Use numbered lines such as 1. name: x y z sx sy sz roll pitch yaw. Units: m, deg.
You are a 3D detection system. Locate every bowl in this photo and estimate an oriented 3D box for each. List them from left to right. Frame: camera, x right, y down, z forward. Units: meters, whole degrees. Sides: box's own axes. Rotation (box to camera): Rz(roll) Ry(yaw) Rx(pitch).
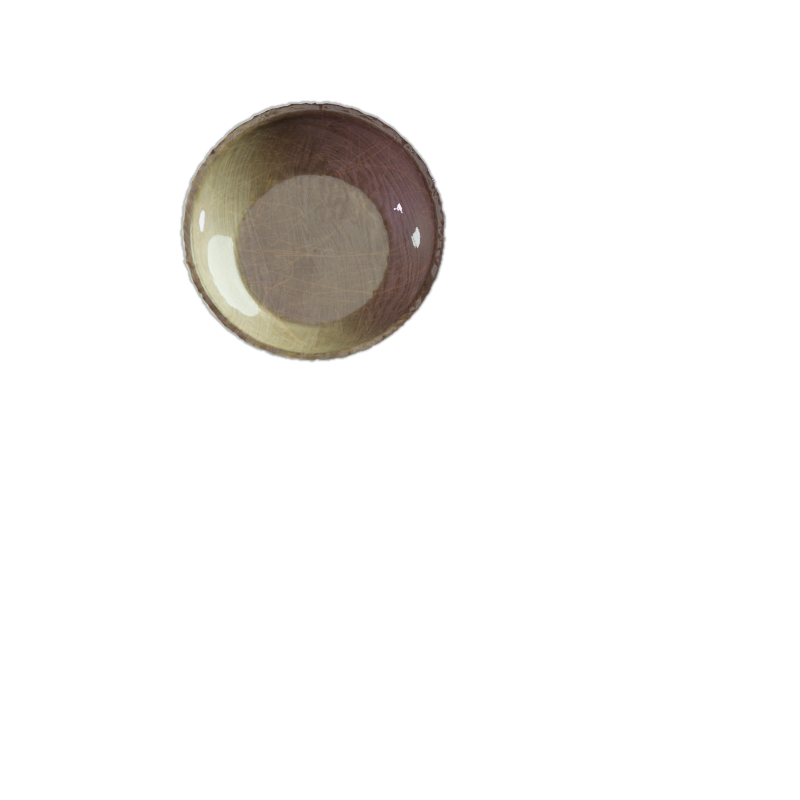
1. bowl: -0.051 -0.094 0.655 0.162 0.158 0.057 0 12 -1
